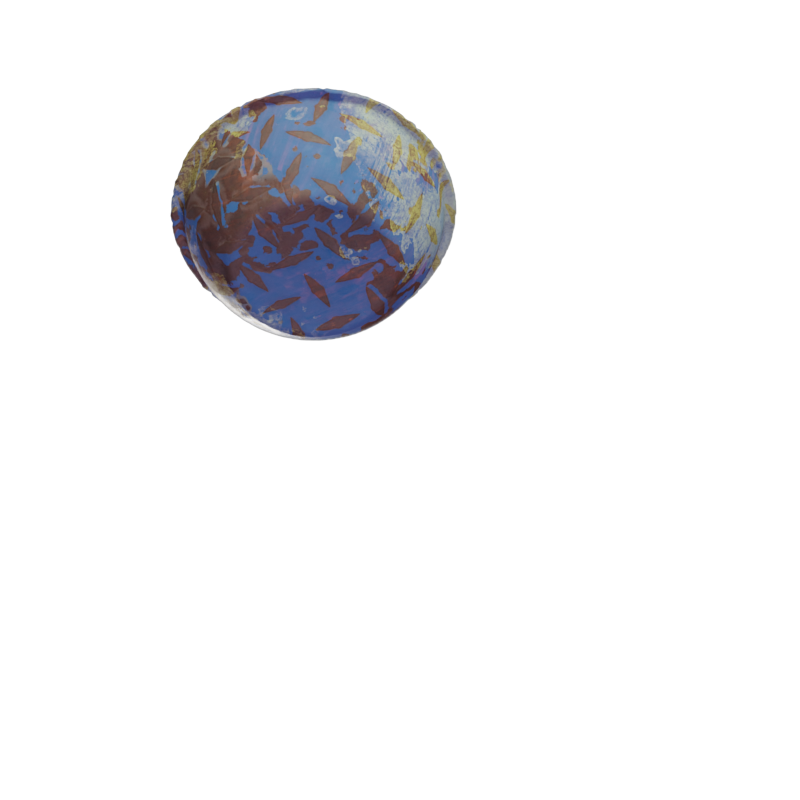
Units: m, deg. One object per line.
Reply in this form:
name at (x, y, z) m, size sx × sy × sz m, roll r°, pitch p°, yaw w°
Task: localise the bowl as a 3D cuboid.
bowl at (-0.048, -0.087, 0.609) m, size 0.162 × 0.152 × 0.059 m, roll 1°, pitch 36°, yaw -1°
